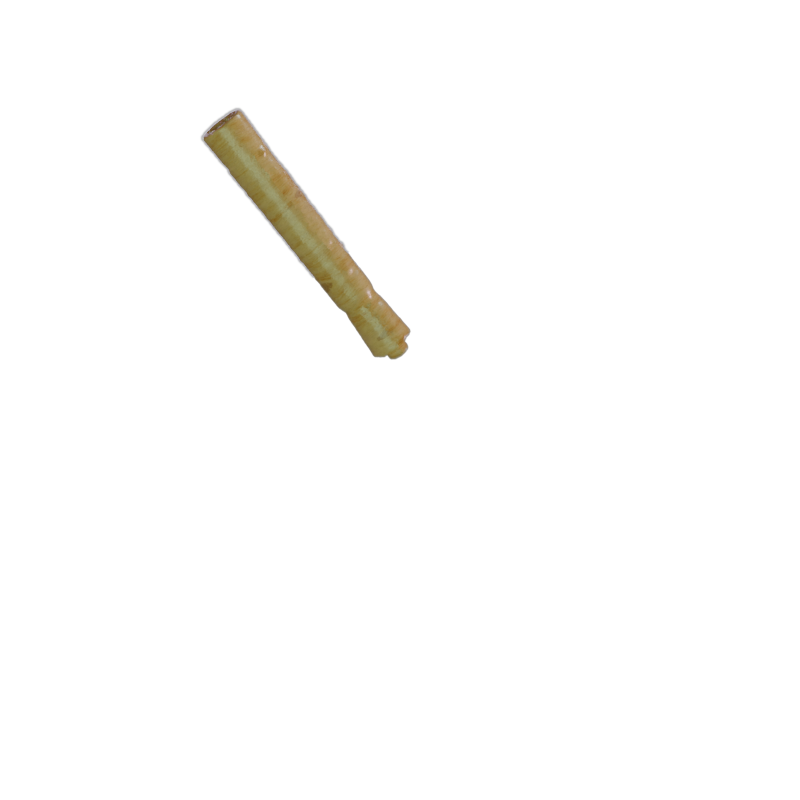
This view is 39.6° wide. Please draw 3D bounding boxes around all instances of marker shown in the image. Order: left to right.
[{"bbox_3d":[-0.035,-0.063,0.444,0.020,0.116,0.021,-35,16,12],"label":"marker"}]
